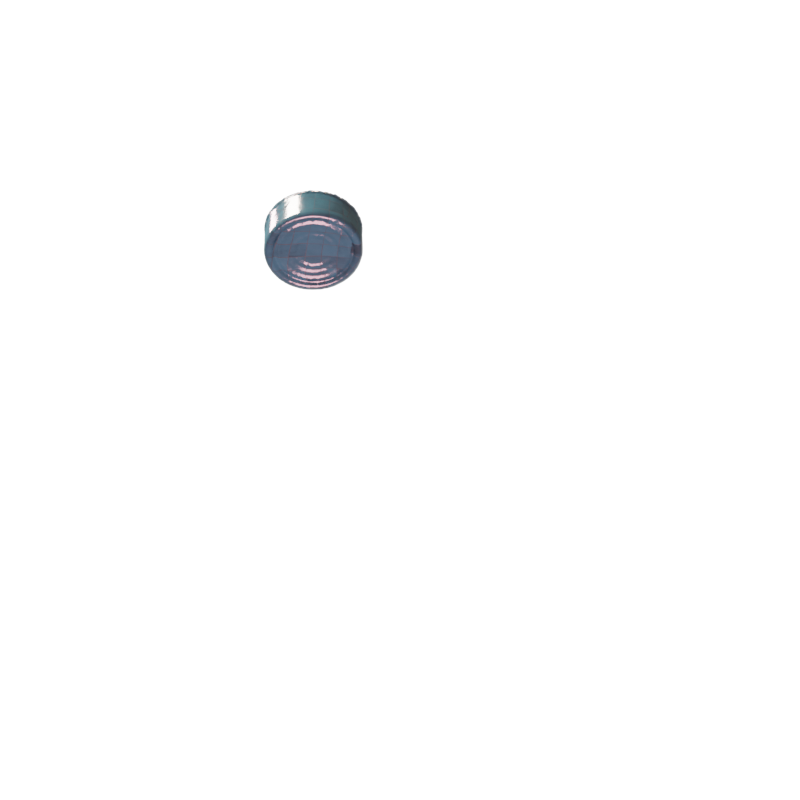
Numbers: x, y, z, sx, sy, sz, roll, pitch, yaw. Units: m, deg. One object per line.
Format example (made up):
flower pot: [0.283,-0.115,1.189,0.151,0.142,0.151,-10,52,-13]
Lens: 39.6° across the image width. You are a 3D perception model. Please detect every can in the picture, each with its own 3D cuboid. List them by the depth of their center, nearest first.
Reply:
can: [-0.075,-0.137,0.956,0.086,0.080,0.036,1,42,-1]
